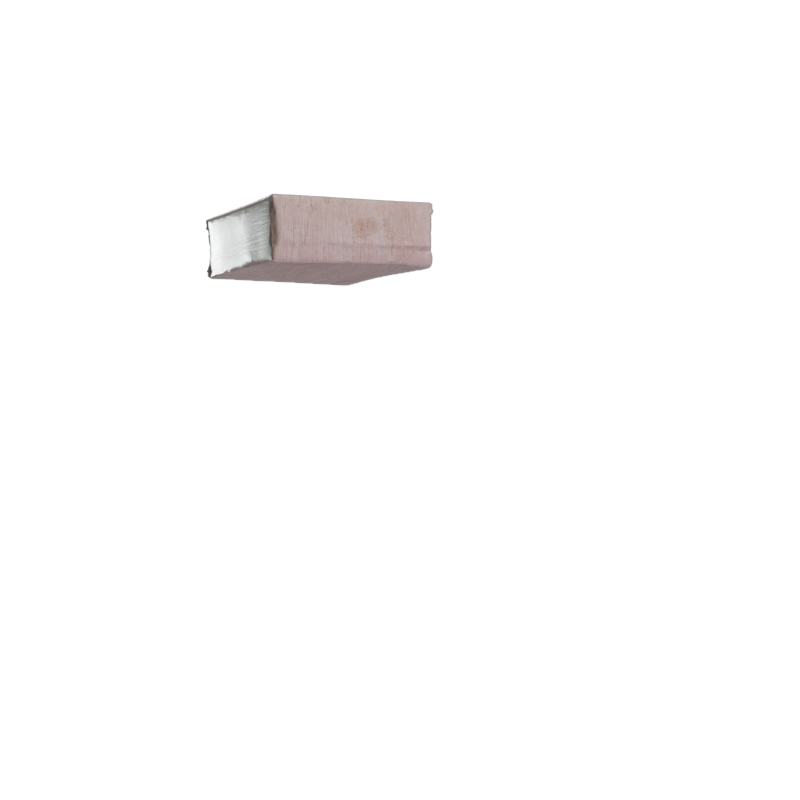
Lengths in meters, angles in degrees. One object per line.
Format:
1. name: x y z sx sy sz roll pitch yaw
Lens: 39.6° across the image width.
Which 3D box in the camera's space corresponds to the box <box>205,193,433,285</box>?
1. box: -0.047 -0.086 0.601 0.087 0.039 0.116 1 -1 -25
